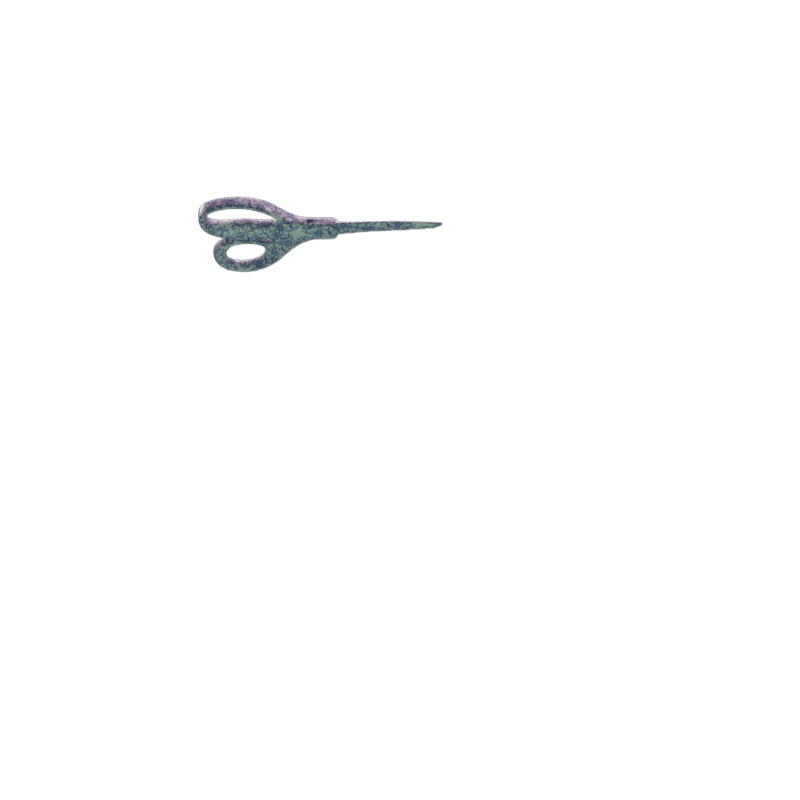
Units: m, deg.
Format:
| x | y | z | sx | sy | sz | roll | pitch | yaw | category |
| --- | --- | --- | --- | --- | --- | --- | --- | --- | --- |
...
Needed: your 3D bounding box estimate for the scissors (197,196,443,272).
| x | y | z | sx | sy | sz | roll | pitch | yaw | category |
| --- | --- | --- | --- | --- | --- | --- | --- | --- | --- |
| -0.074 | -0.135 | 0.945 | 0.198 | 0.017 | 0.091 | 7 | -35 | -11 | scissors |
